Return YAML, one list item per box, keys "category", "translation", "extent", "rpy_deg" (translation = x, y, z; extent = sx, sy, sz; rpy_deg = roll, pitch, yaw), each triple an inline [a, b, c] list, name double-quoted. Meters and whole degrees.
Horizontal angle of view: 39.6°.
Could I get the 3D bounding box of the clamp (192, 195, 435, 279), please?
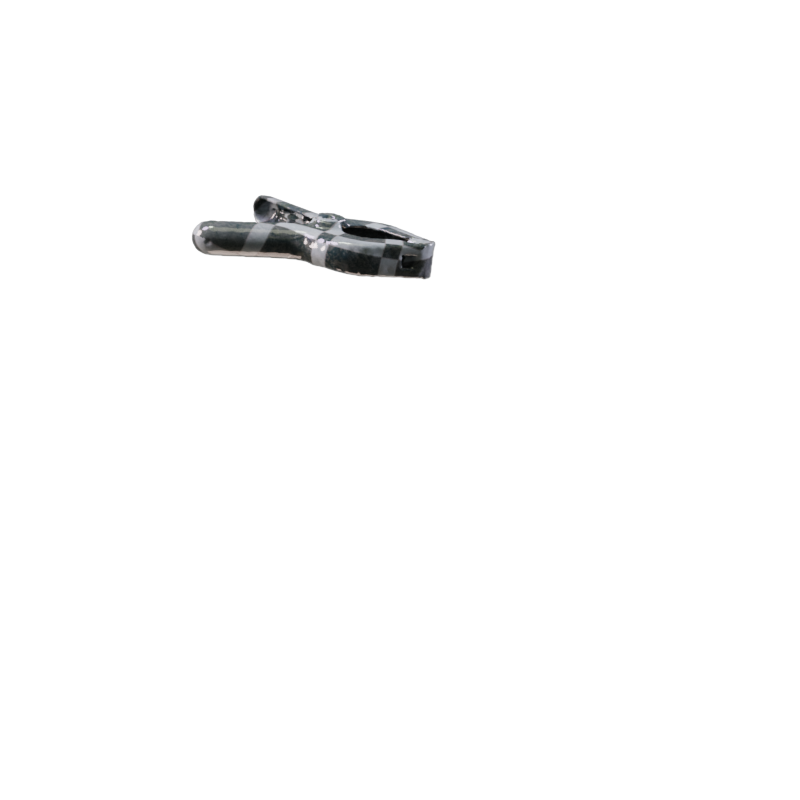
- category: "clamp"
  translation: [-0.064, -0.116, 0.814]
  extent: [0.179, 0.037, 0.121]
  rpy_deg: [14, 29, 26]
